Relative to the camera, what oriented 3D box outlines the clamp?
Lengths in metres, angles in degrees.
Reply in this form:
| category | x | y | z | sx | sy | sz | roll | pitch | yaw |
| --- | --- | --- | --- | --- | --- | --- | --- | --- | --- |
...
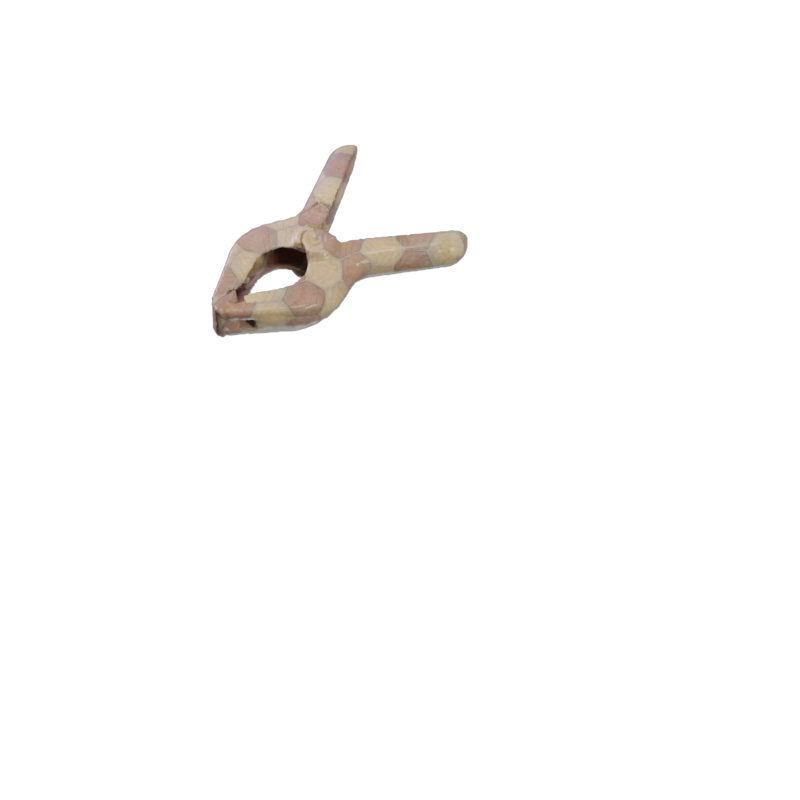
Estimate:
| category | x | y | z | sx | sy | sz | roll | pitch | yaw |
| --- | --- | --- | --- | --- | --- | --- | --- | --- | --- |
| clamp | -0.056 | -0.102 | 0.717 | 0.171 | 0.036 | 0.129 | -26 | 53 | -22 |
